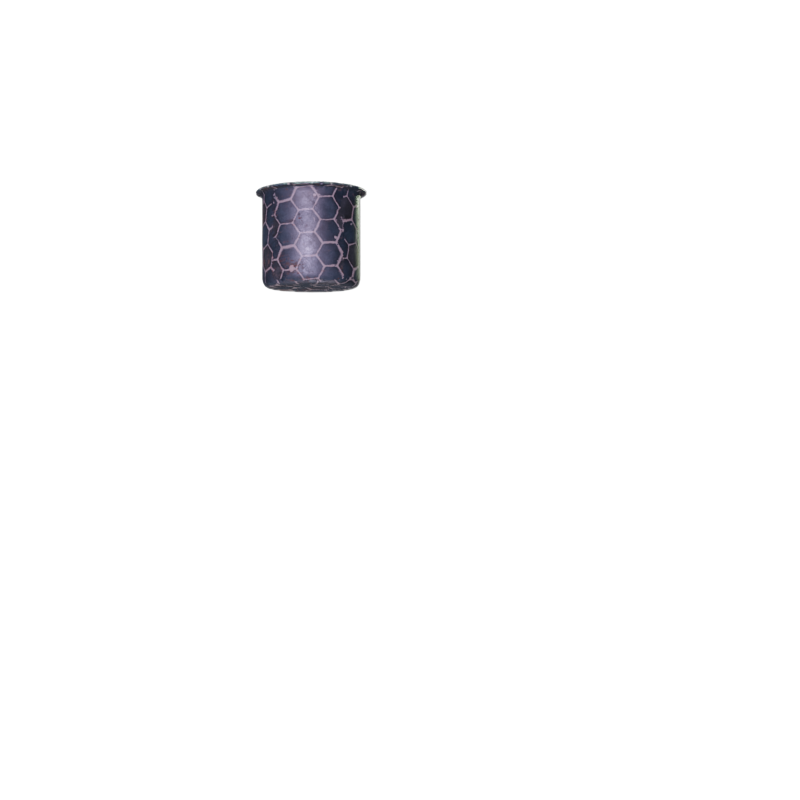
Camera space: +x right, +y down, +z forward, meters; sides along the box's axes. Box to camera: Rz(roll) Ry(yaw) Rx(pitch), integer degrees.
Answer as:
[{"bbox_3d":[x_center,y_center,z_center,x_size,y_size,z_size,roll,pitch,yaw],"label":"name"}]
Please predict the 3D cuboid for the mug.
[{"bbox_3d":[-0.073,-0.134,0.936,0.094,0.083,0.115,-1,-3,5],"label":"mug"}]
